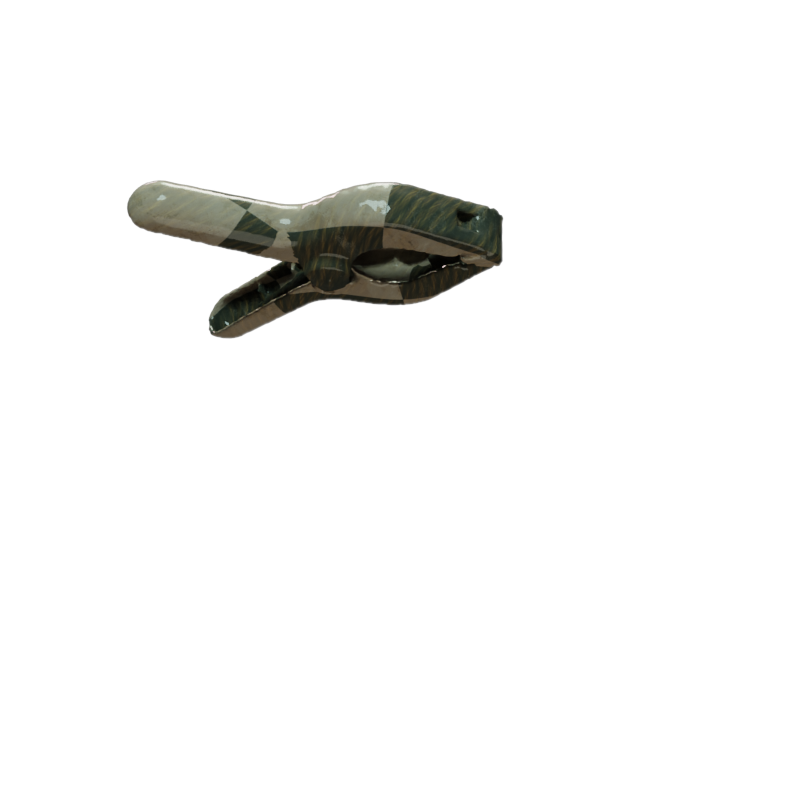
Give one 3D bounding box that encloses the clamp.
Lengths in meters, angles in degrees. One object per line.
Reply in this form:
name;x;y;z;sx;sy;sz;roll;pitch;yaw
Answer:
clamp;-0.041;-0.075;0.527;0.174;0.042;0.111;-10;-26;21
